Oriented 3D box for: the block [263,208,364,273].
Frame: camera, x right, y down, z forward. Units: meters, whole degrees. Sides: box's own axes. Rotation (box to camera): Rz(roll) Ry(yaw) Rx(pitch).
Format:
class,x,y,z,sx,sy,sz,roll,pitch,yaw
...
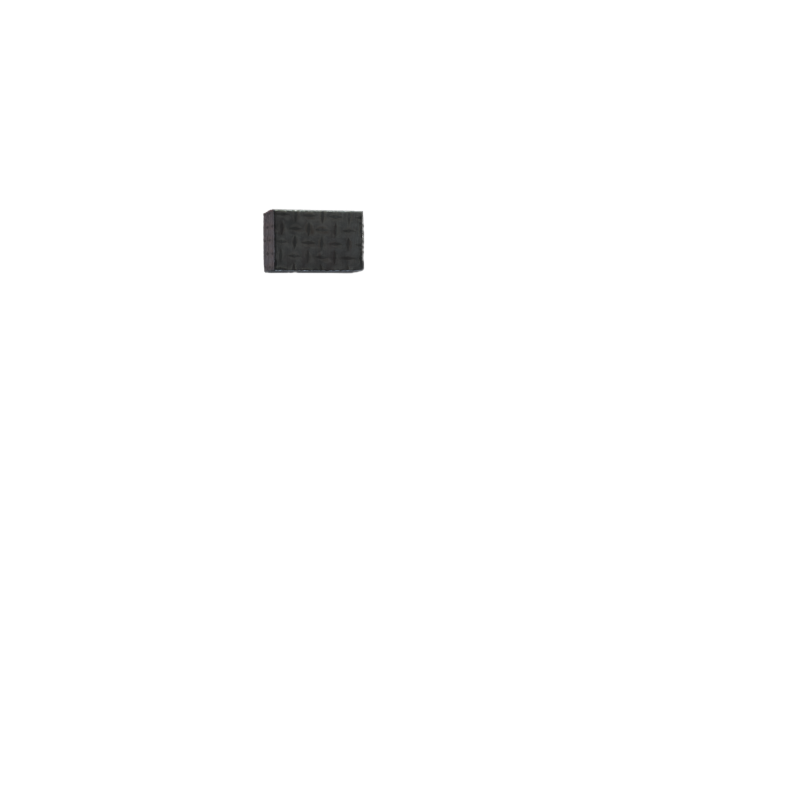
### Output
class,x,y,z,sx,sy,sz,roll,pitch,yaw
block,-0.073,-0.132,0.927,0.077,0.051,0.054,-1,1,-14
